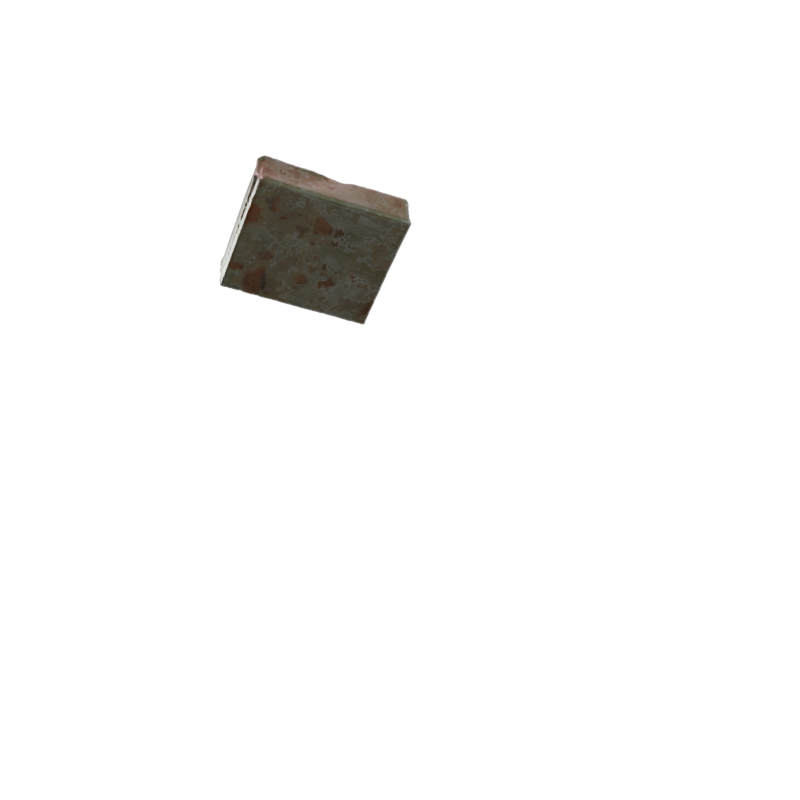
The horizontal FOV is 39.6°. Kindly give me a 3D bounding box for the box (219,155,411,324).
[{"bbox_3d":[-0.048,-0.088,0.617,0.087,0.070,0.032,16,33,-12],"label":"box"}]
